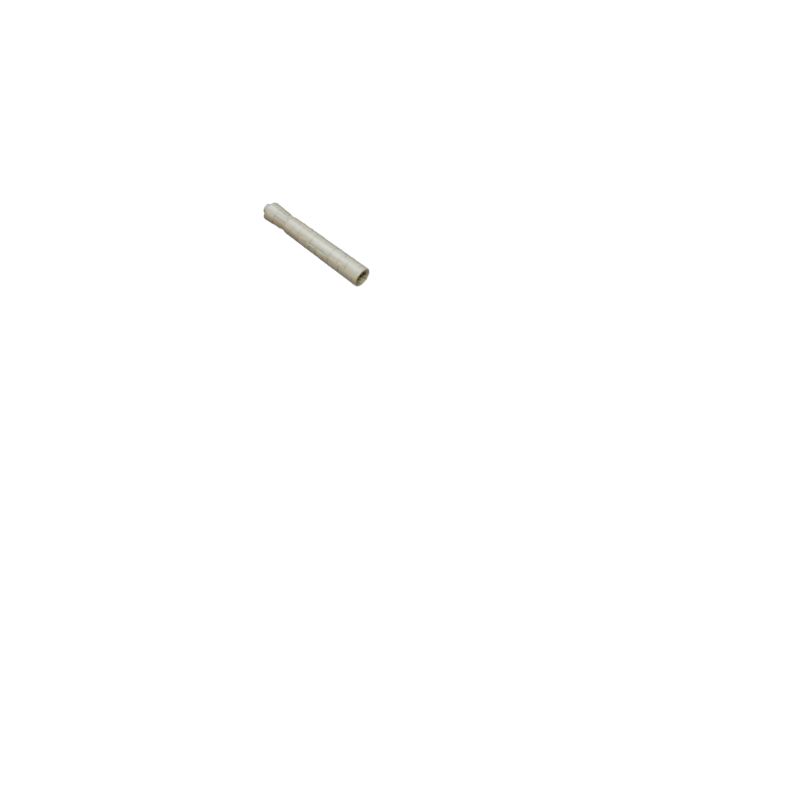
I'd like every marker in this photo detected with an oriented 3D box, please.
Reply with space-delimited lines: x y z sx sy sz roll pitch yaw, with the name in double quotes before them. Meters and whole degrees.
"marker" -0.078 -0.142 0.992 0.128 0.019 0.019 38 22 27
